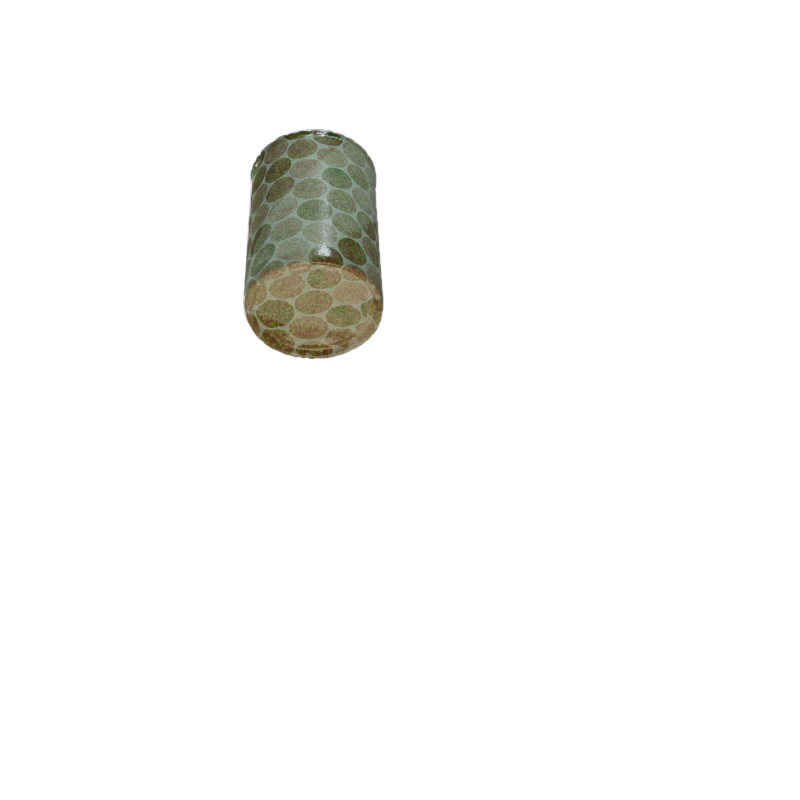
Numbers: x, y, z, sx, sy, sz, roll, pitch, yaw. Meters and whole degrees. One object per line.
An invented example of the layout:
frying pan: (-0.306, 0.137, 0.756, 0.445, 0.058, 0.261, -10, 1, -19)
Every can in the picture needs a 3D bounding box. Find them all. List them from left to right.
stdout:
can: (-0.044, -0.080, 0.558, 0.068, 0.110, 0.064, -1, -45, -3)
